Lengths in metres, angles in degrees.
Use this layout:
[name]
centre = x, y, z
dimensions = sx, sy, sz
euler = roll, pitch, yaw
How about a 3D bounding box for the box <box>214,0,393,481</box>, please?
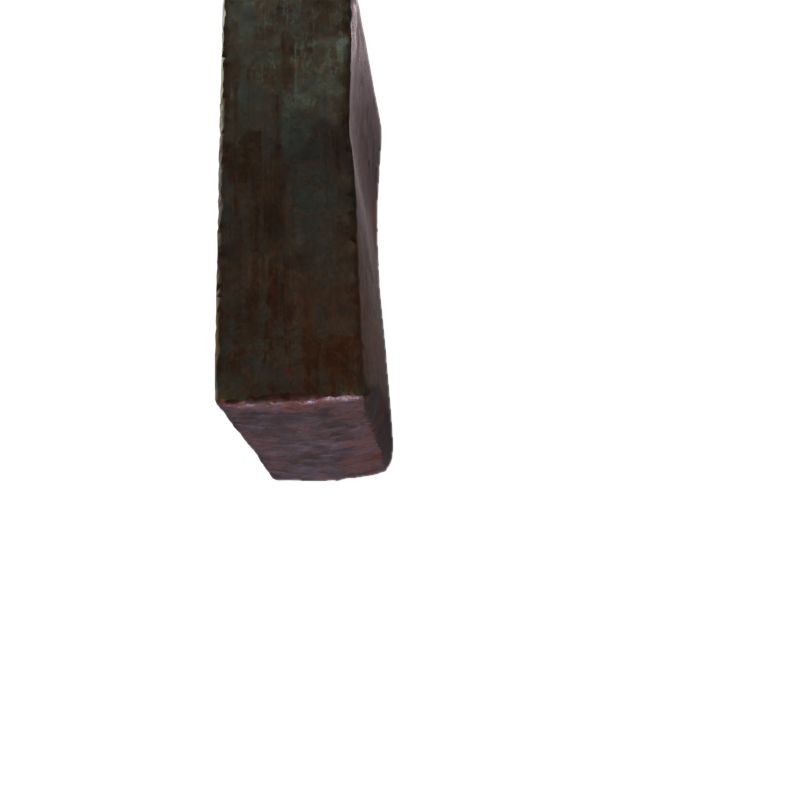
[box]
centre = -0.044, -0.081, 0.564
dimensions = 0.072, 0.225, 0.155
euler = -3, -20, 3
